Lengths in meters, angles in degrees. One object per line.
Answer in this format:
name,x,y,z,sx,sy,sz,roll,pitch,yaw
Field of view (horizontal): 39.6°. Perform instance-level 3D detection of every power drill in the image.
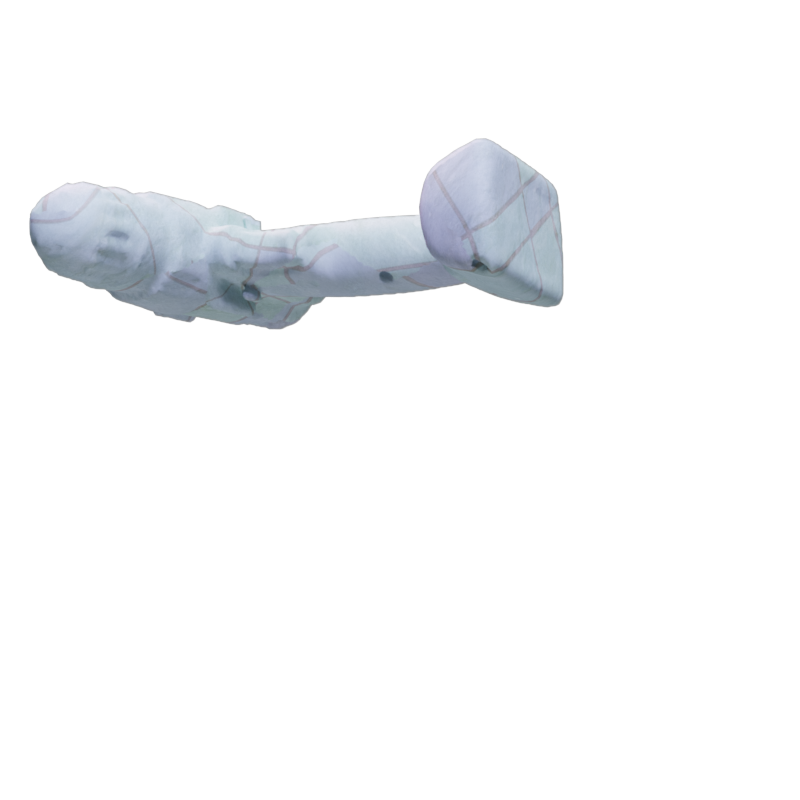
power drill,-0.037,-0.068,0.476,0.193,0.058,0.176,-1,-3,27
